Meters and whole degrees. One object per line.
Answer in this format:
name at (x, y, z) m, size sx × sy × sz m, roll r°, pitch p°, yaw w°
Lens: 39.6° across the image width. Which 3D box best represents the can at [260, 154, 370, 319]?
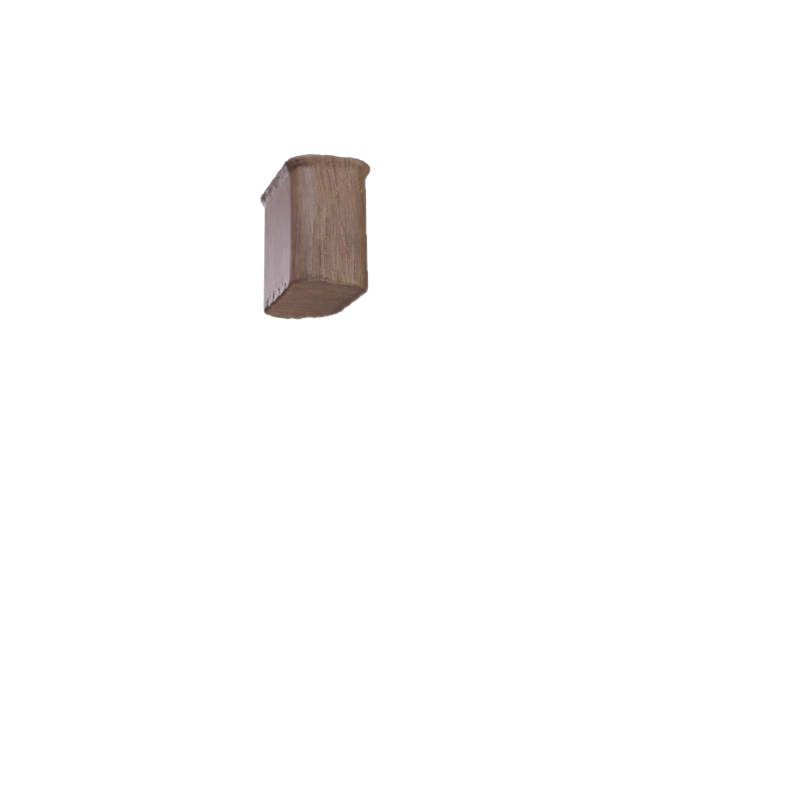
can at (-0.057, -0.105, 0.733) m, size 0.056 × 0.087 × 0.101 m, roll 5°, pitch -14°, yaw -19°
